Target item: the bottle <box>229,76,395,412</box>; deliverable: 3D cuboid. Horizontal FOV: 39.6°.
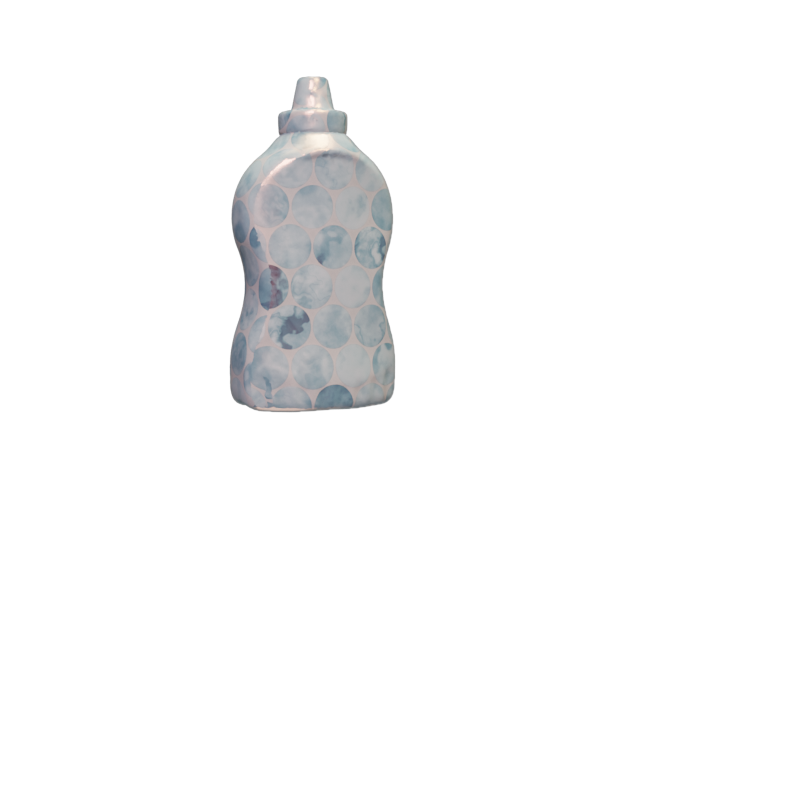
[{"bbox_3d":[-0.051,-0.093,0.649,0.093,0.192,0.060,-1,1,-23],"label":"bottle"}]
